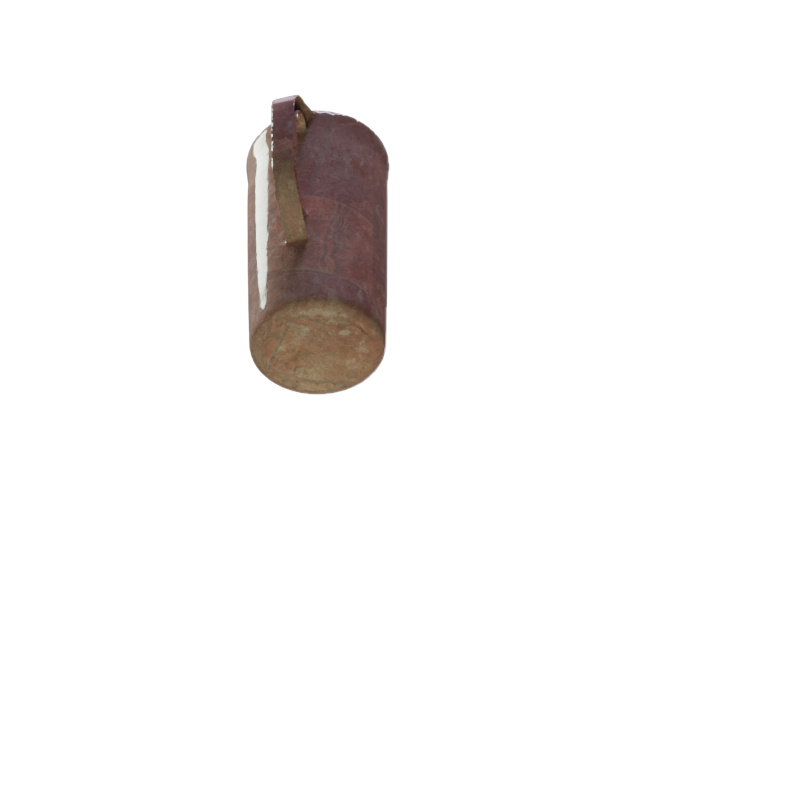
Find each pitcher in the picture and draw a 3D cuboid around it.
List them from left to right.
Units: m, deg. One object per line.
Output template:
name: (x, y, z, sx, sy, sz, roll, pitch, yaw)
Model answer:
pitcher: (-0.074, -0.135, 0.945, 0.143, 0.261, 0.141, 22, -49, -24)
